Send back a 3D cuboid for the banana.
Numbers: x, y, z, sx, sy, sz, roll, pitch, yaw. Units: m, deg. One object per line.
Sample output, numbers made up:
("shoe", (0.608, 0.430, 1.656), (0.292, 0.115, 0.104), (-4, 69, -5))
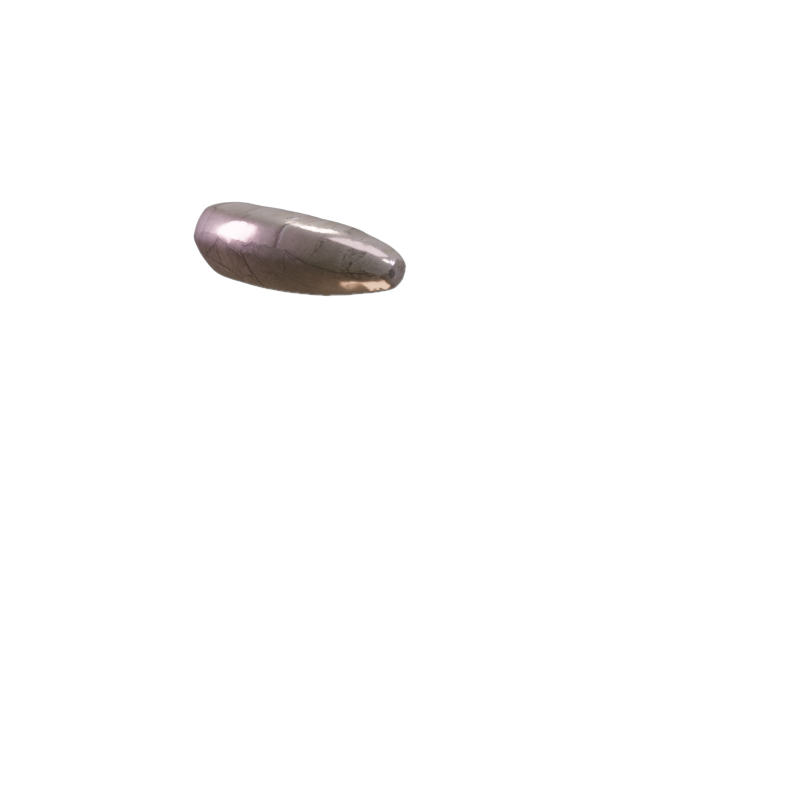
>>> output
("banana", (-0.061, -0.076, 0.534), (0.068, 0.036, 0.206), (-3, 13, -18))
